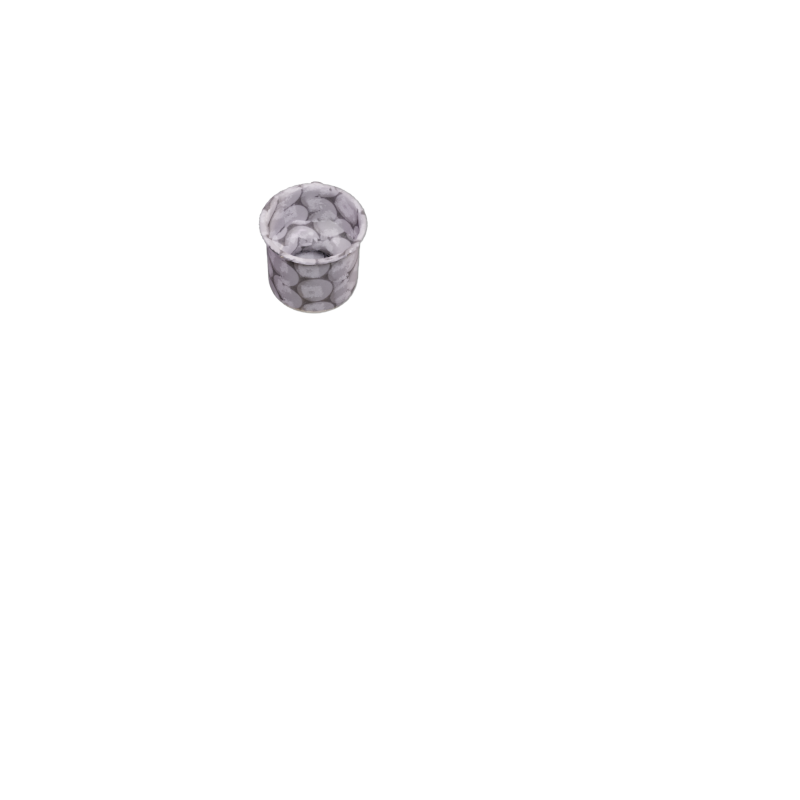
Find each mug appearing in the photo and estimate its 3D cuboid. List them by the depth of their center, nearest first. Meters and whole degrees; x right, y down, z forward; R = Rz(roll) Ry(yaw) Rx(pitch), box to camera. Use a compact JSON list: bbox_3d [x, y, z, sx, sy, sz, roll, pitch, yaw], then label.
[{"bbox_3d":[-0.077,-0.141,0.984,0.093,0.126,0.076,0,-37,-2],"label":"mug"}]
